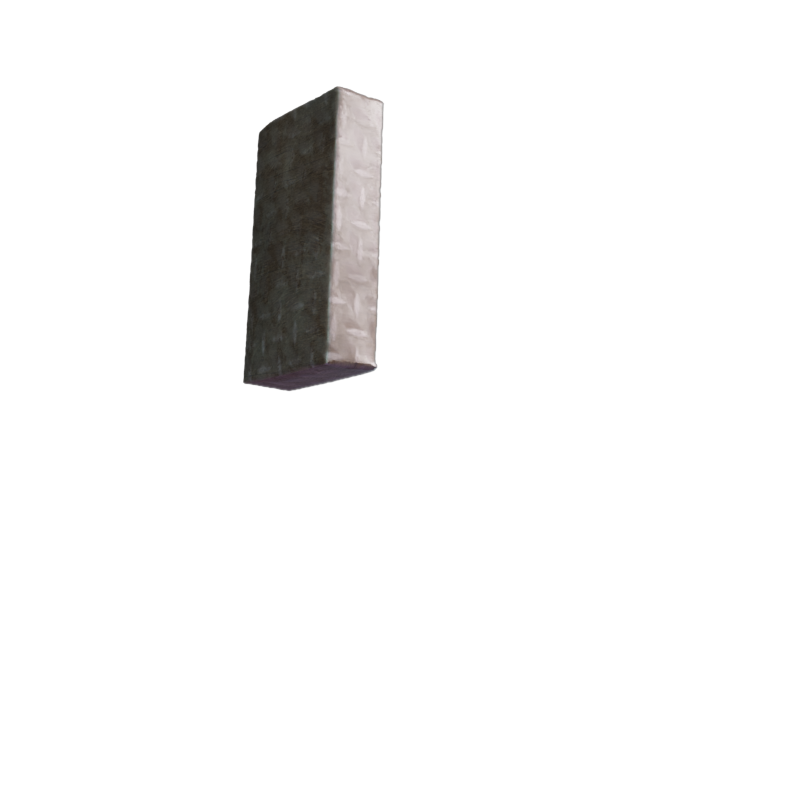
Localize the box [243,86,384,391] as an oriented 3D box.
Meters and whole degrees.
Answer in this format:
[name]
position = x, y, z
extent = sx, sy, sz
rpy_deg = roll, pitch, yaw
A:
[box]
position = -0.055, -0.100, 0.702
extent = 0.046, 0.183, 0.095
rpy_deg = 11, -19, -38
